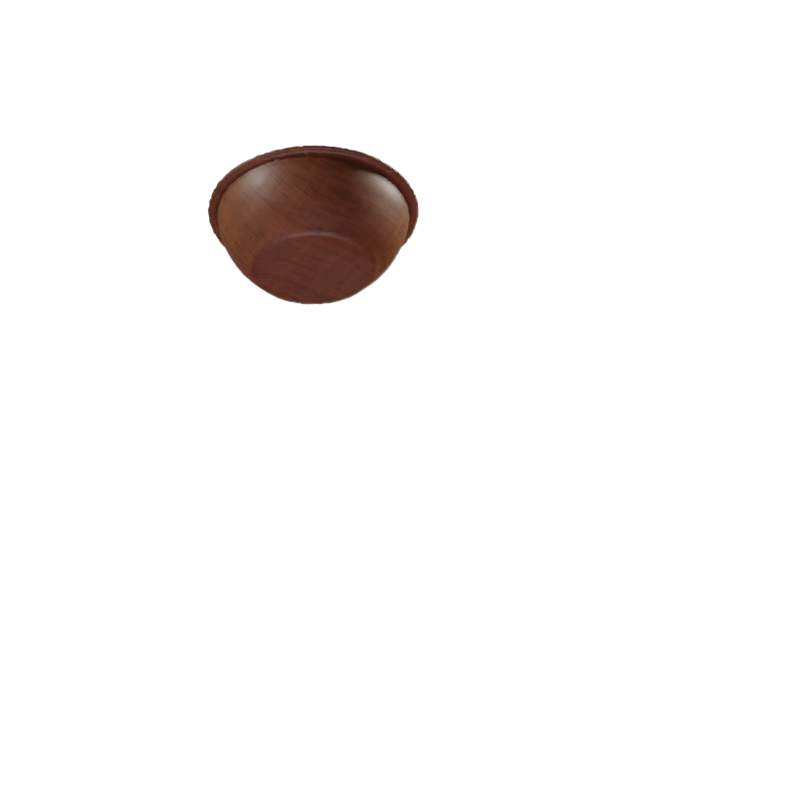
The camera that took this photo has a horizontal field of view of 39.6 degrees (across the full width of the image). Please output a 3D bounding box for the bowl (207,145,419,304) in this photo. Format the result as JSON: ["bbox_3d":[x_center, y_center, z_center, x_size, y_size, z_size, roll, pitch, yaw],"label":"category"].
[{"bbox_3d":[-0.065,-0.119,0.836,0.162,0.059,0.152,1,-32,-2],"label":"bowl"}]
